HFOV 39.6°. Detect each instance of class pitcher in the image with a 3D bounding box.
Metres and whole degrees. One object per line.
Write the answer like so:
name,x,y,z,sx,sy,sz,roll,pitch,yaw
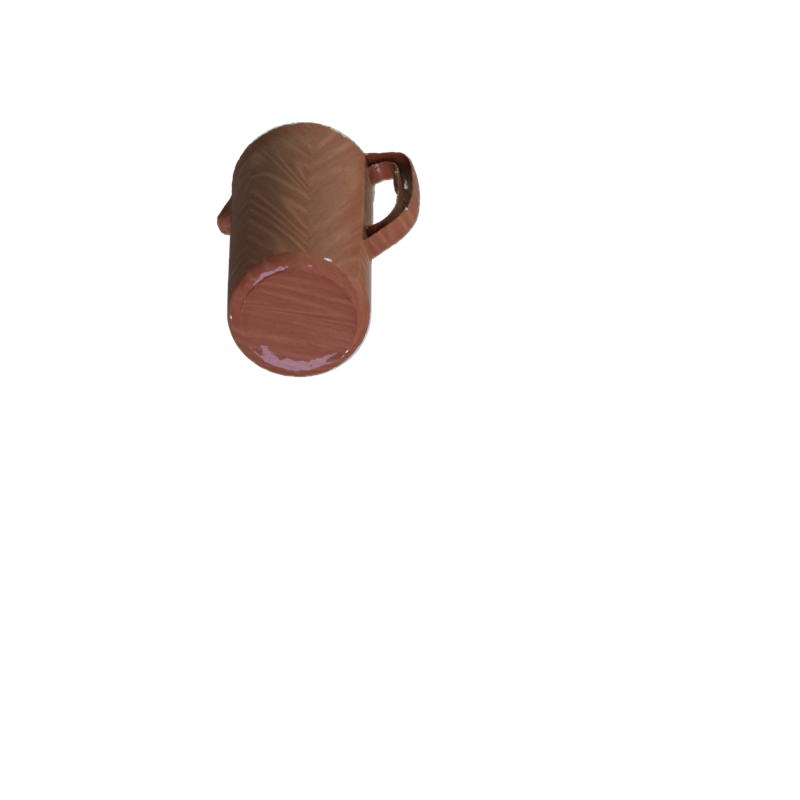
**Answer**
pitcher,-0.072,-0.131,0.919,0.141,0.144,0.259,22,29,-16
